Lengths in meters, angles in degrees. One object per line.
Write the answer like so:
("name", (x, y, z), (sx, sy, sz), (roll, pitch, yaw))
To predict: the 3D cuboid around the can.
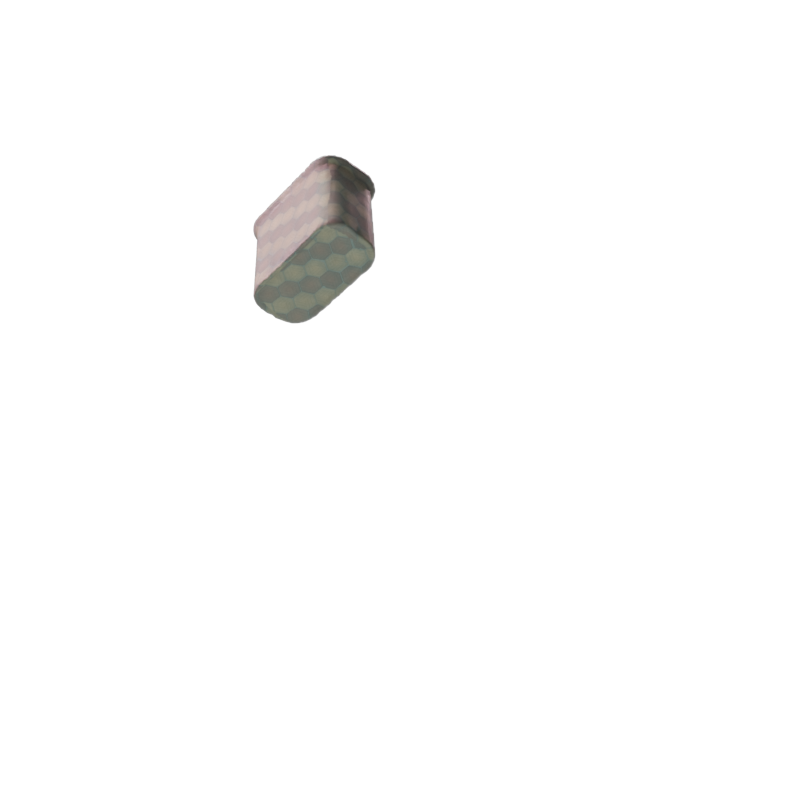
("can", (-0.064, -0.117, 0.818), (0.054, 0.090, 0.100), (33, -58, -28))
